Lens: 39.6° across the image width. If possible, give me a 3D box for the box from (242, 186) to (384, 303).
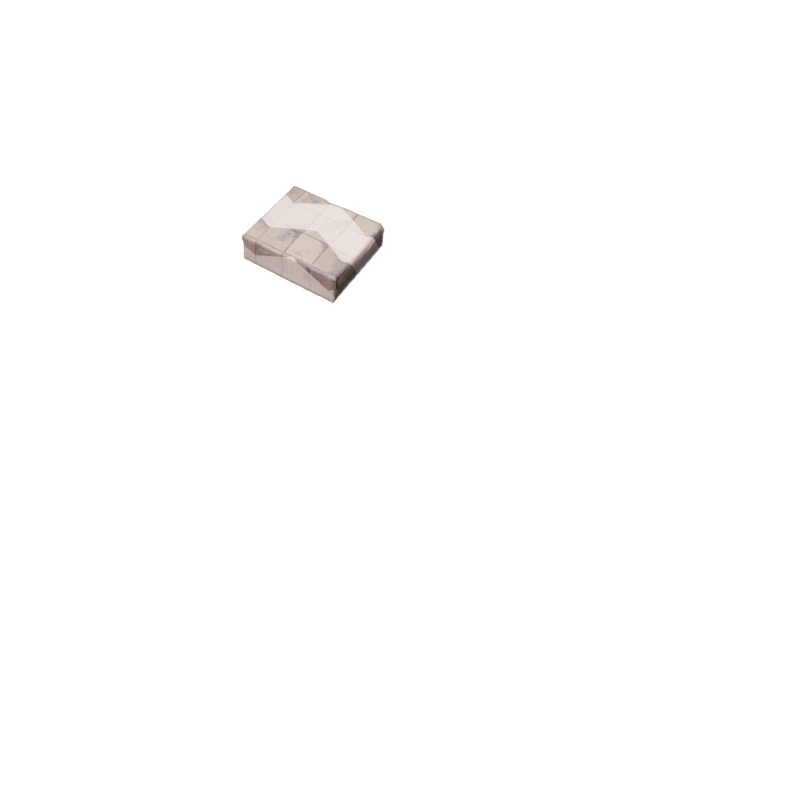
[{"bbox_3d":[-0.069,-0.126,0.882,0.093,0.028,0.075,26,53,21],"label":"box"}]
